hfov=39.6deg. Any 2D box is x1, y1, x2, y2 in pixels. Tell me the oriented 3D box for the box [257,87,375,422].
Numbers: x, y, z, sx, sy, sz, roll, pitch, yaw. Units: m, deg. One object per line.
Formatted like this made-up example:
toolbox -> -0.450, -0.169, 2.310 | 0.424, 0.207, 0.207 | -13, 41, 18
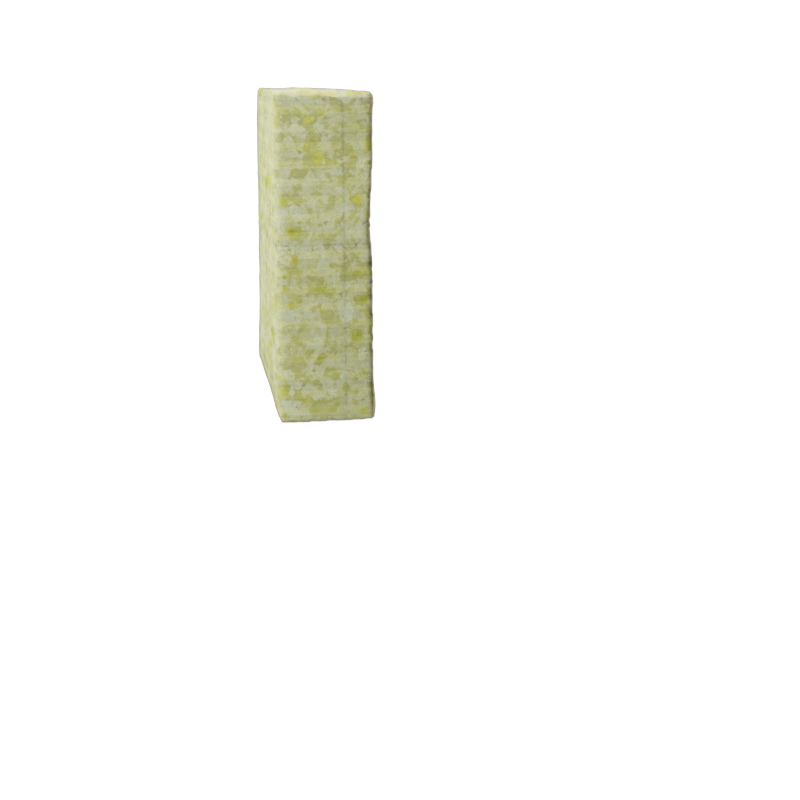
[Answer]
box -> -0.061, -0.111, 0.778 | 0.071, 0.209, 0.170 | -1, 12, -10
